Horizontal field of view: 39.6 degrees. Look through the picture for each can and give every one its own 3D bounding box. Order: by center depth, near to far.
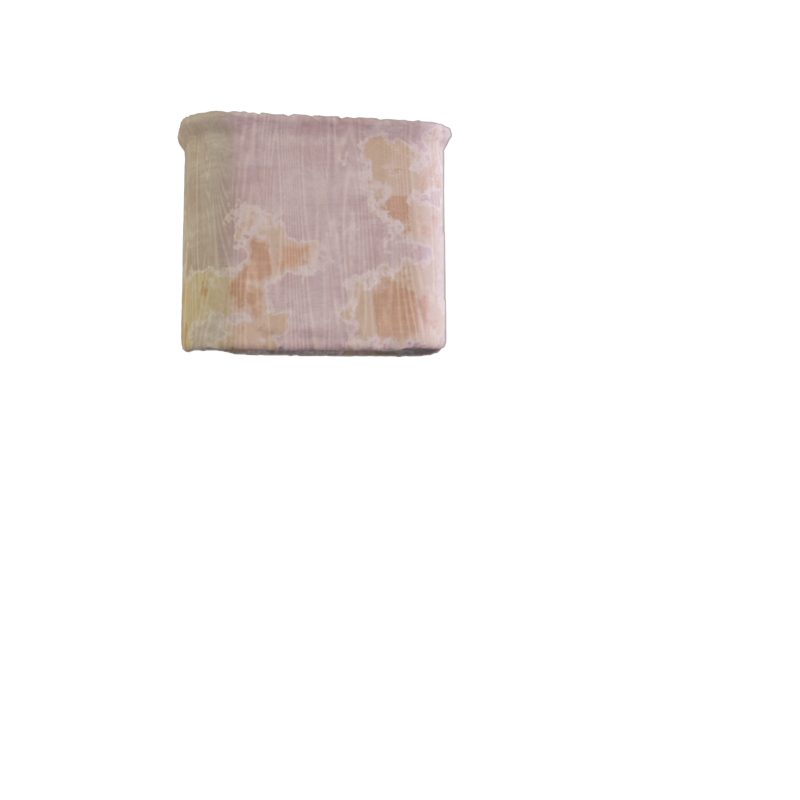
[{"bbox_3d":[-0.032,-0.059,0.415,0.100,0.085,0.057,1,-6,-12],"label":"can"}]
